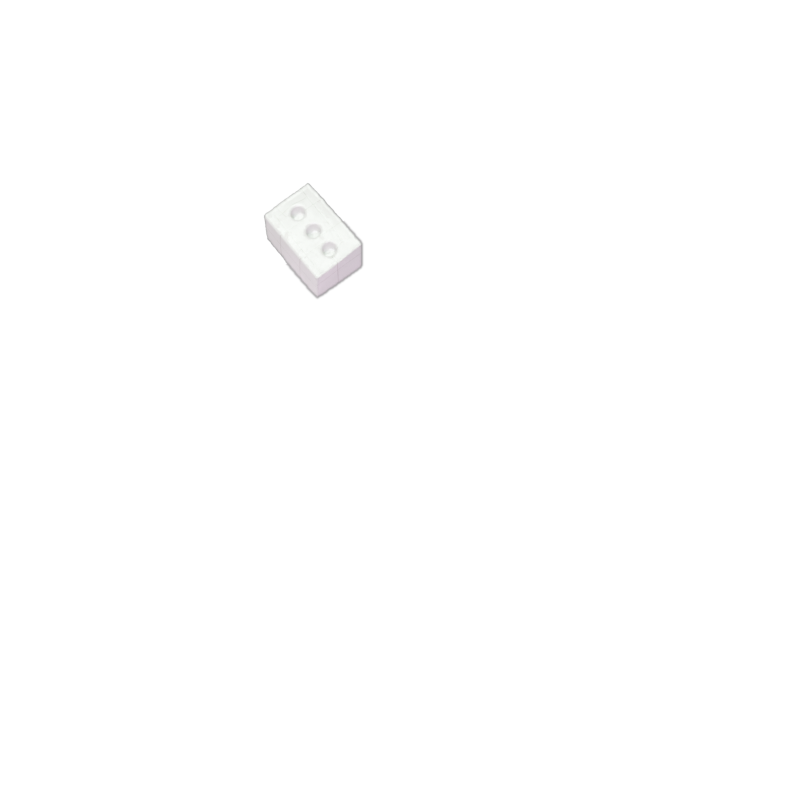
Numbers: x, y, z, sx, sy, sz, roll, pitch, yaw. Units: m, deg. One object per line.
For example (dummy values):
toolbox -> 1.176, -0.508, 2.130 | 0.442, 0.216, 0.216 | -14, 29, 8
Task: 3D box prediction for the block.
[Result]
block -> -0.077, -0.140, 0.982 | 0.053, 0.081, 0.049 | -37, -15, -14
